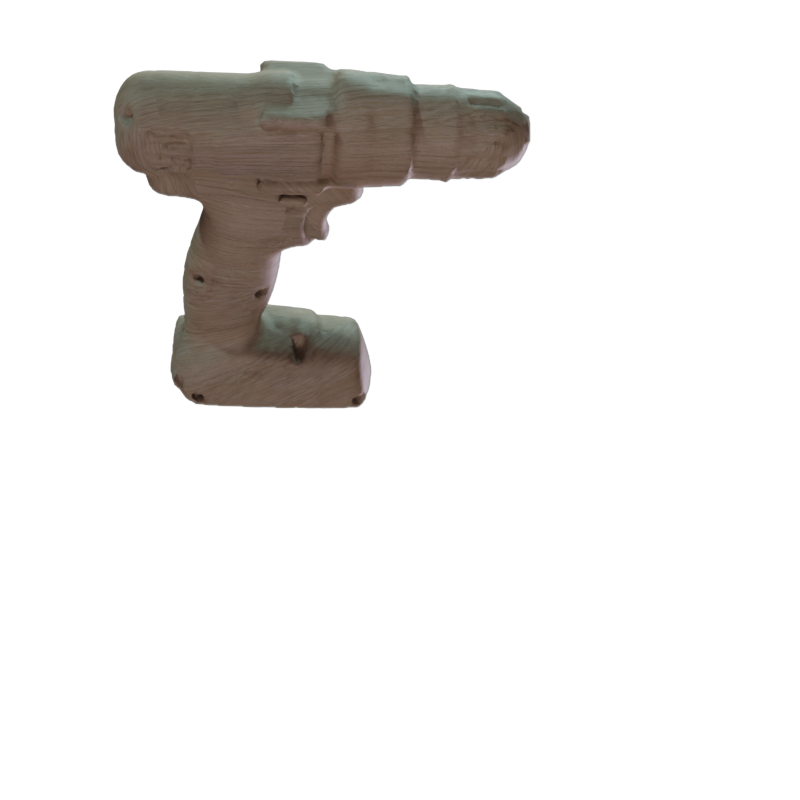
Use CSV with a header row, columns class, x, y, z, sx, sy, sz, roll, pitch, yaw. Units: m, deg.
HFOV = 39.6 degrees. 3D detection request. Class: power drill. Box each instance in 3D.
class,x,y,z,sx,sy,sz,roll,pitch,yaw
power drill,-0.042,-0.077,0.537,0.183,0.176,0.062,4,43,-4
